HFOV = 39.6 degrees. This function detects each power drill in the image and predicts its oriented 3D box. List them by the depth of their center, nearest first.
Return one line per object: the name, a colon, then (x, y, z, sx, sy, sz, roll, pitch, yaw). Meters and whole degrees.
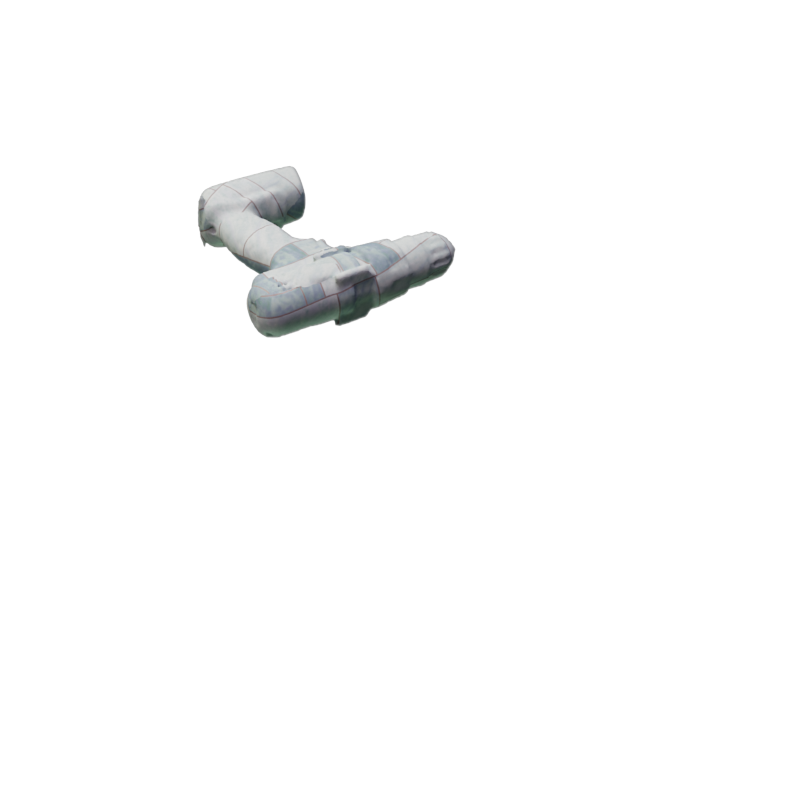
power drill: (-0.073, -0.133, 0.935, 0.182, 0.054, 0.202, -20, 40, -26)
